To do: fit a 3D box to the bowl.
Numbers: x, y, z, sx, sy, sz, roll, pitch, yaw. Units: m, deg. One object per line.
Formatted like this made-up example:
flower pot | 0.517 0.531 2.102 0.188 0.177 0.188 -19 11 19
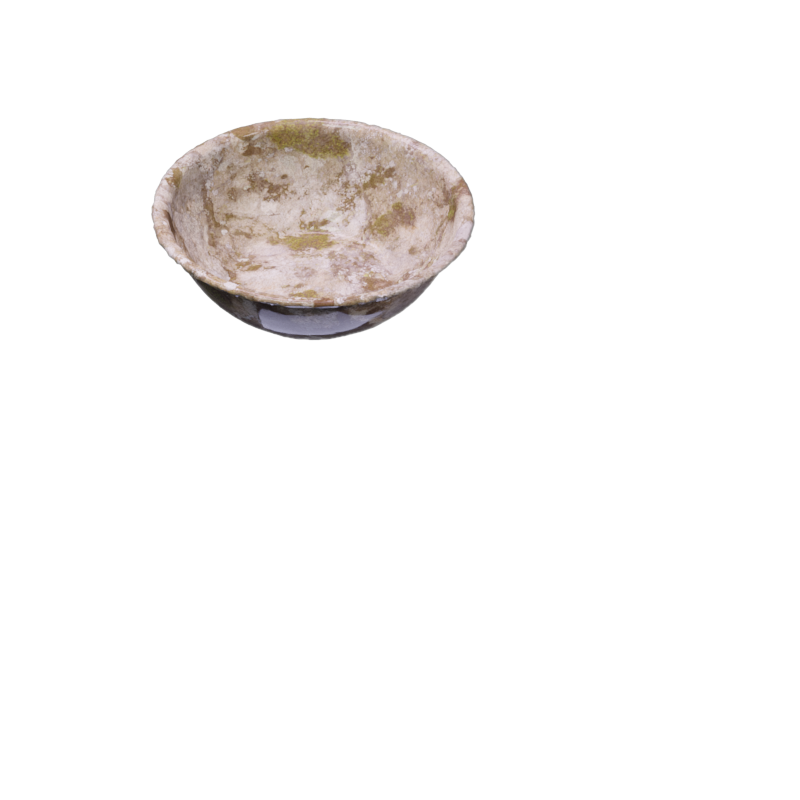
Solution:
bowl | -0.045 -0.081 0.569 0.162 0.051 0.174 -1 42 -2
